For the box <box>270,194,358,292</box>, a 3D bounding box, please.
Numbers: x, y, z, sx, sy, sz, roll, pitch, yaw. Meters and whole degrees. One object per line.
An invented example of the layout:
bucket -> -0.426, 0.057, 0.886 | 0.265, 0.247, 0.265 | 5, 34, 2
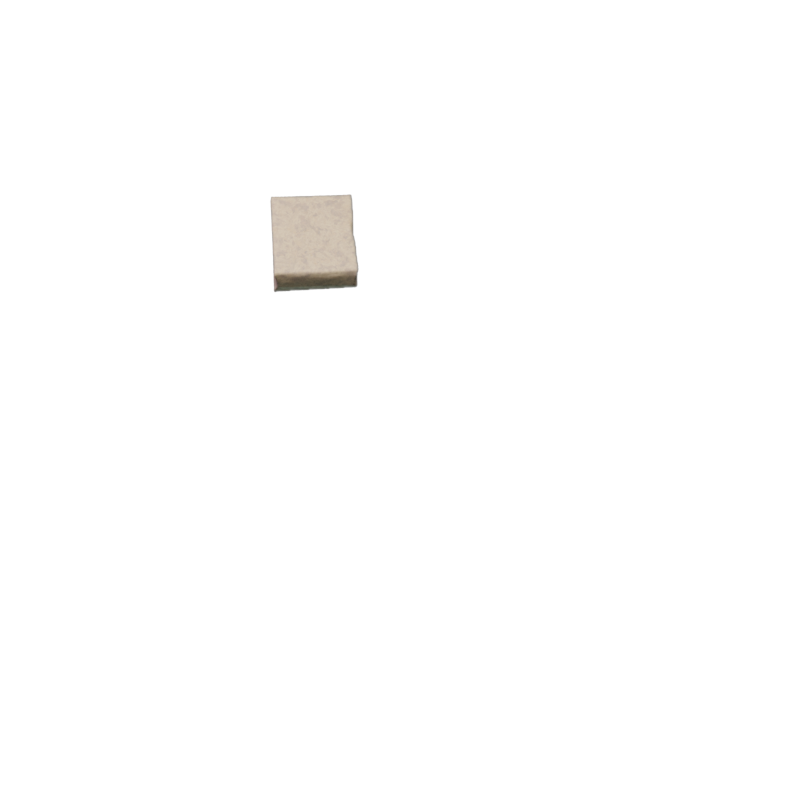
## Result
box -> -0.076, -0.139, 0.971 | 0.073, 0.096, 0.028 | -3, -36, -3
